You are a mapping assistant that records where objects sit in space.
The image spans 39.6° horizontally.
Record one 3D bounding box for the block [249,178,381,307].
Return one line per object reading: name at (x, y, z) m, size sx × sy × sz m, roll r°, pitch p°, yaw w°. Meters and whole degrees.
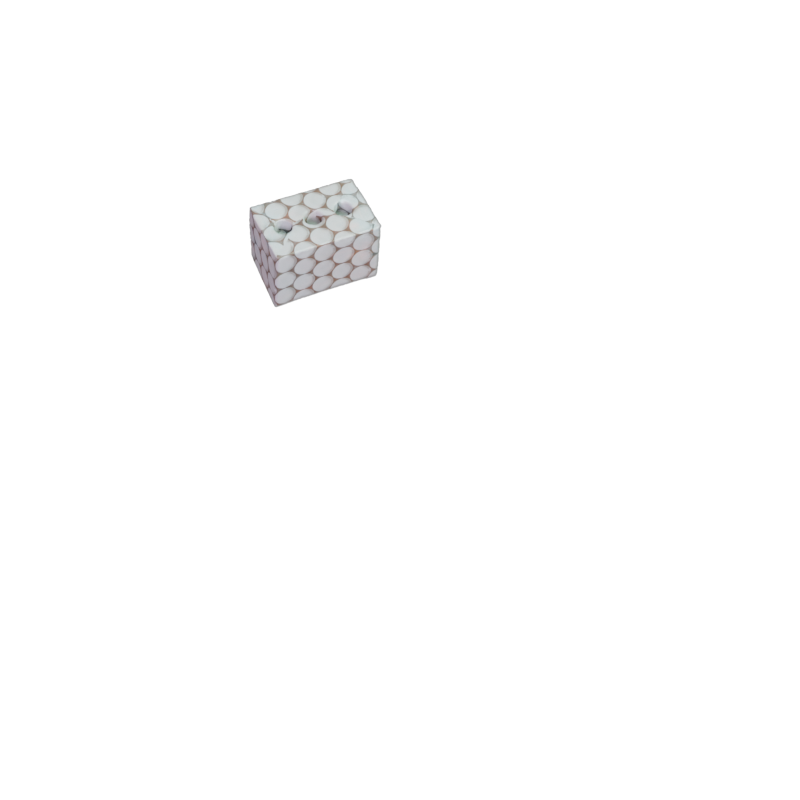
block at (-0.060, -0.109, 0.762) m, size 0.077 × 0.057 × 0.048 m, roll -19°, pitch -35°, yaw -16°
